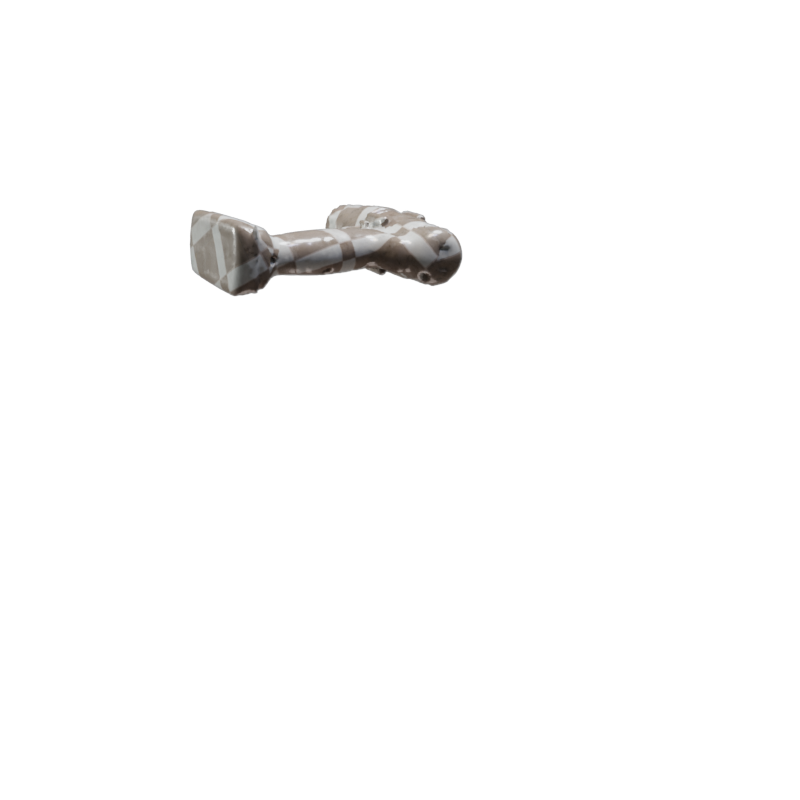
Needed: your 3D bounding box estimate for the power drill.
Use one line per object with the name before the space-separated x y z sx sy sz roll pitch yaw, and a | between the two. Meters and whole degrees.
power drill | -0.070 -0.128 0.895 0.183 0.056 0.195 -8 18 -27
